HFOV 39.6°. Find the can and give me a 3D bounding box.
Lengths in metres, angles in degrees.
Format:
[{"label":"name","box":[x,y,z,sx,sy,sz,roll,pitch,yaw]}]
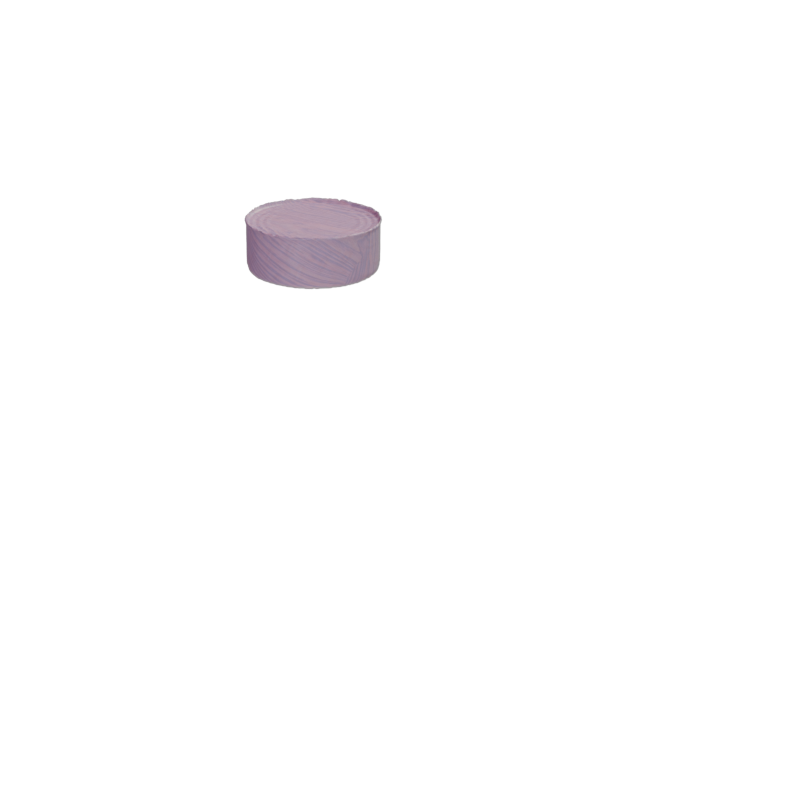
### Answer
[{"label":"can","box":[-0.055,-0.100,0.698,0.086,0.032,0.090,-1,25,-2]}]
